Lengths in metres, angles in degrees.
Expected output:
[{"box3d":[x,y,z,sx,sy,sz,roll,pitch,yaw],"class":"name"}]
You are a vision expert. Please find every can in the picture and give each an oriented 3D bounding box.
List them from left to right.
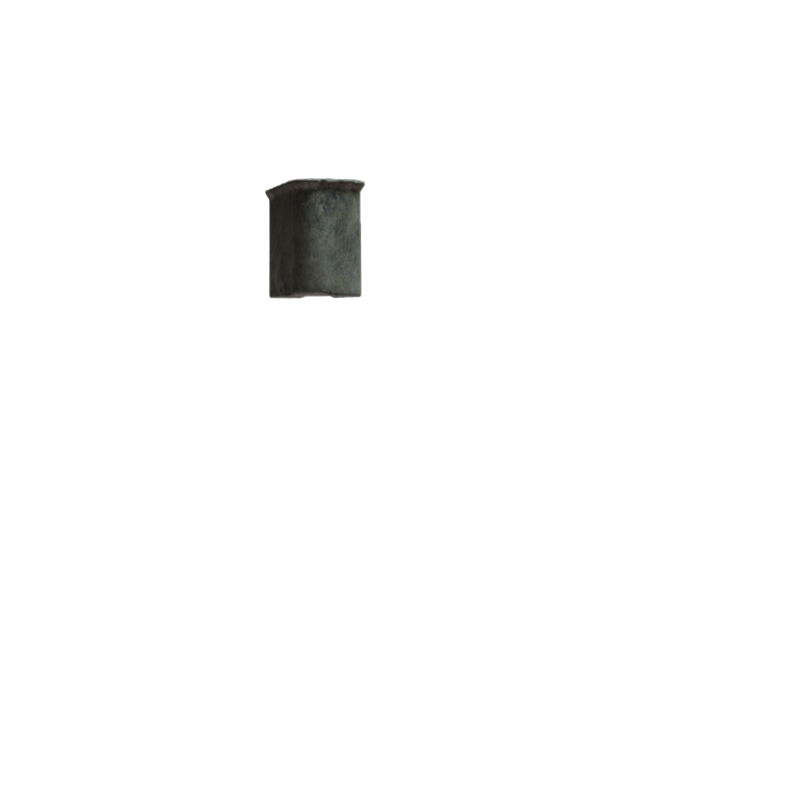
[{"box3d":[-0.065,-0.118,0.826,0.056,0.084,0.104,0,1,-20],"class":"can"}]
